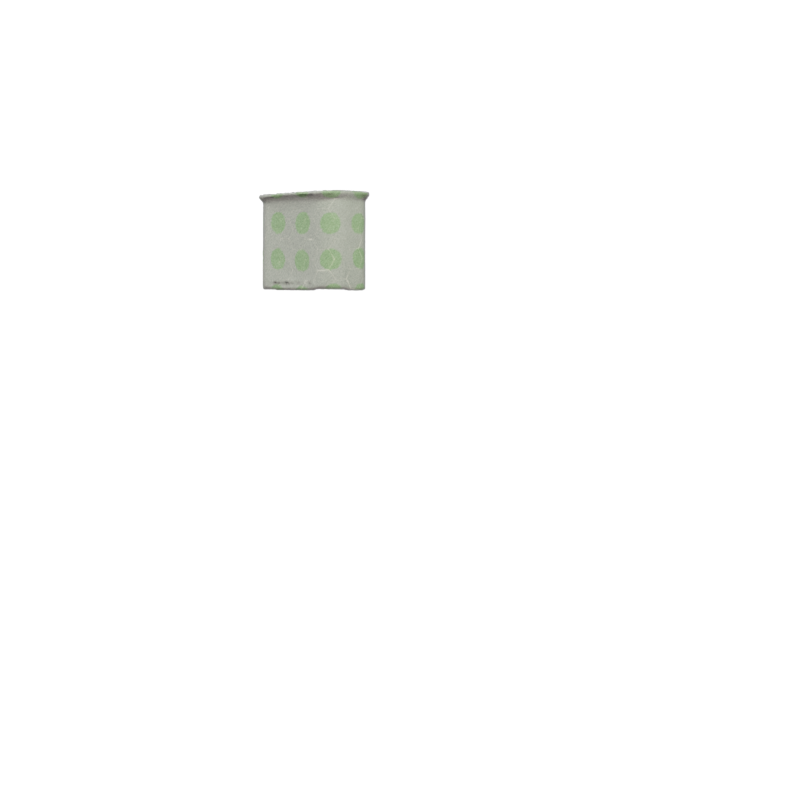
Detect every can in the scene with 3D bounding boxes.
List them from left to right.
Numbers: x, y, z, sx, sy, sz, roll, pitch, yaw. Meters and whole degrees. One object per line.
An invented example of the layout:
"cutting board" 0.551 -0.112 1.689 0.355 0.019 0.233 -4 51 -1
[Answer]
"can" -0.075 -0.137 0.961 0.106 0.084 0.055 4 4 44
